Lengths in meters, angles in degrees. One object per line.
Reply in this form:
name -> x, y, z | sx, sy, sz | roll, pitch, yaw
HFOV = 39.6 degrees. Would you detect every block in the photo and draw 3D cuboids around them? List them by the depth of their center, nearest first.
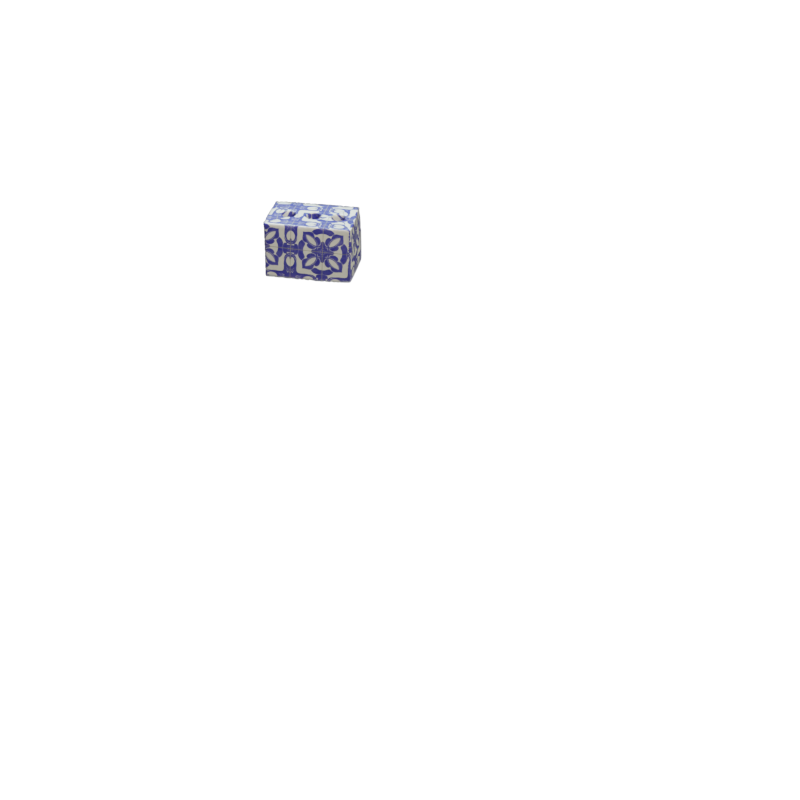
block -> -0.076, -0.138, 0.965 | 0.079, 0.048, 0.055 | 5, 28, 8
